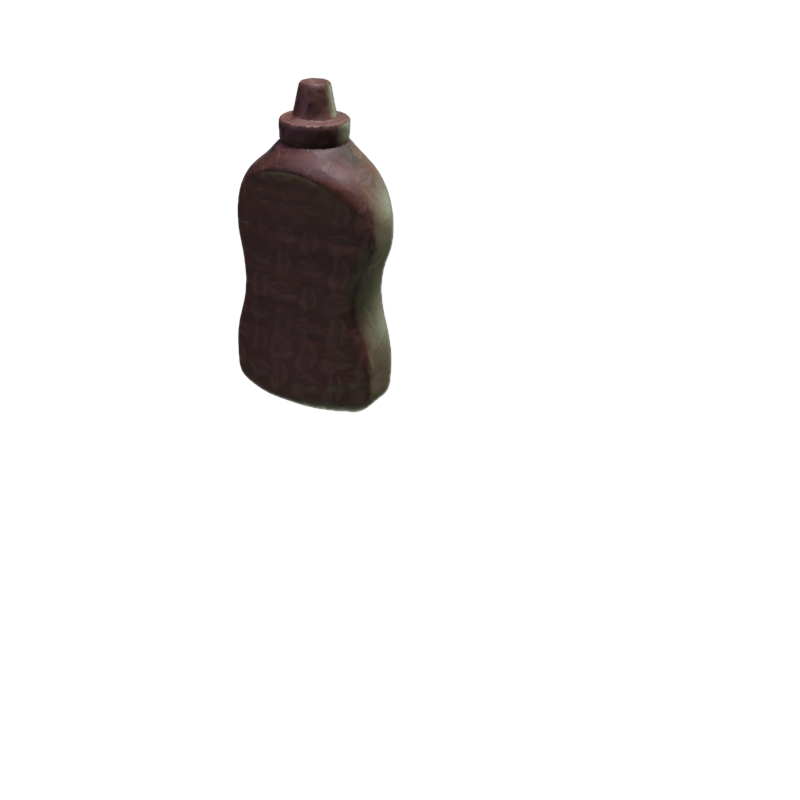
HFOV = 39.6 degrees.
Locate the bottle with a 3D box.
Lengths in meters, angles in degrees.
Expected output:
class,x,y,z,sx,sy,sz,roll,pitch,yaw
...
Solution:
class,x,y,z,sx,sy,sz,roll,pitch,yaw
bottle,-0.051,-0.093,0.651,0.101,0.182,0.058,17,27,30
